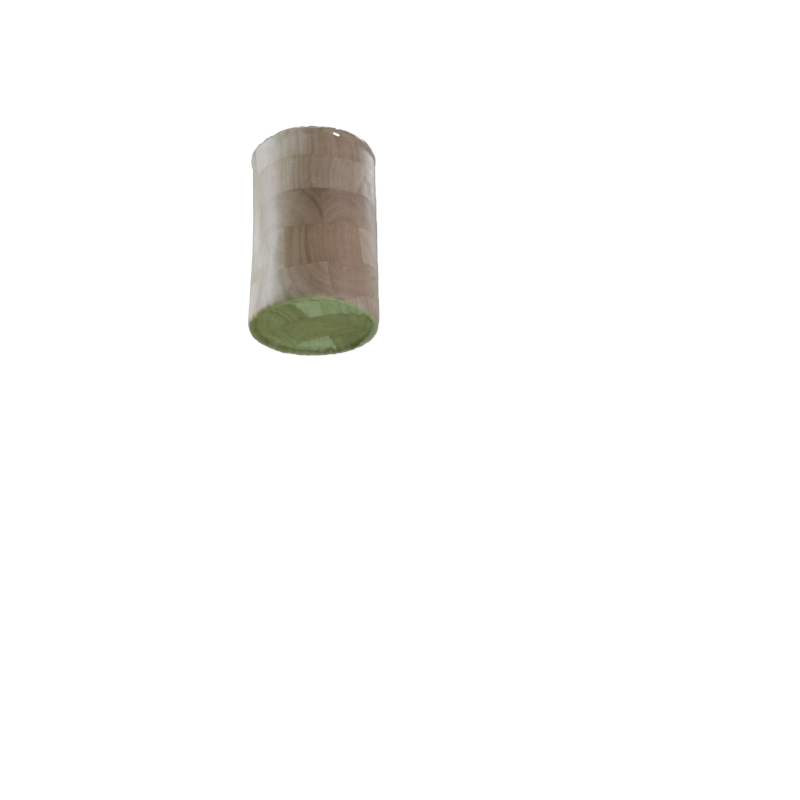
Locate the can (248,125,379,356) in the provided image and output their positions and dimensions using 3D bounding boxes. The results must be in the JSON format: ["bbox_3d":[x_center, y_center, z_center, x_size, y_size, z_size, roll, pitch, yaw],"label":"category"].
[{"bbox_3d":[-0.045,-0.083,0.580,0.068,0.109,0.065,0,-27,-2],"label":"can"}]
